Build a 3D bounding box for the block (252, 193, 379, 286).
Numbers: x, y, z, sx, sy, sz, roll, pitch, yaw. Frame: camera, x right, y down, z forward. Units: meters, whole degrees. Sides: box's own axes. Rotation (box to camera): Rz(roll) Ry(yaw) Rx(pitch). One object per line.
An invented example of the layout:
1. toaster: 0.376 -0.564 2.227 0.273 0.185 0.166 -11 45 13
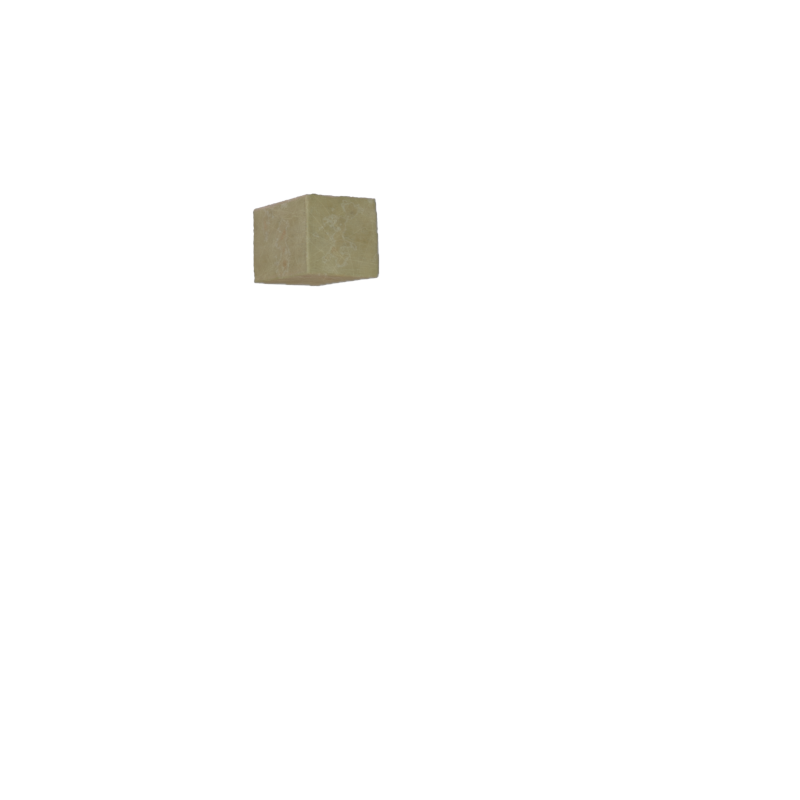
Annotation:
1. block: -0.056 -0.102 0.718 0.051 0.052 0.080 1 -2 -33
